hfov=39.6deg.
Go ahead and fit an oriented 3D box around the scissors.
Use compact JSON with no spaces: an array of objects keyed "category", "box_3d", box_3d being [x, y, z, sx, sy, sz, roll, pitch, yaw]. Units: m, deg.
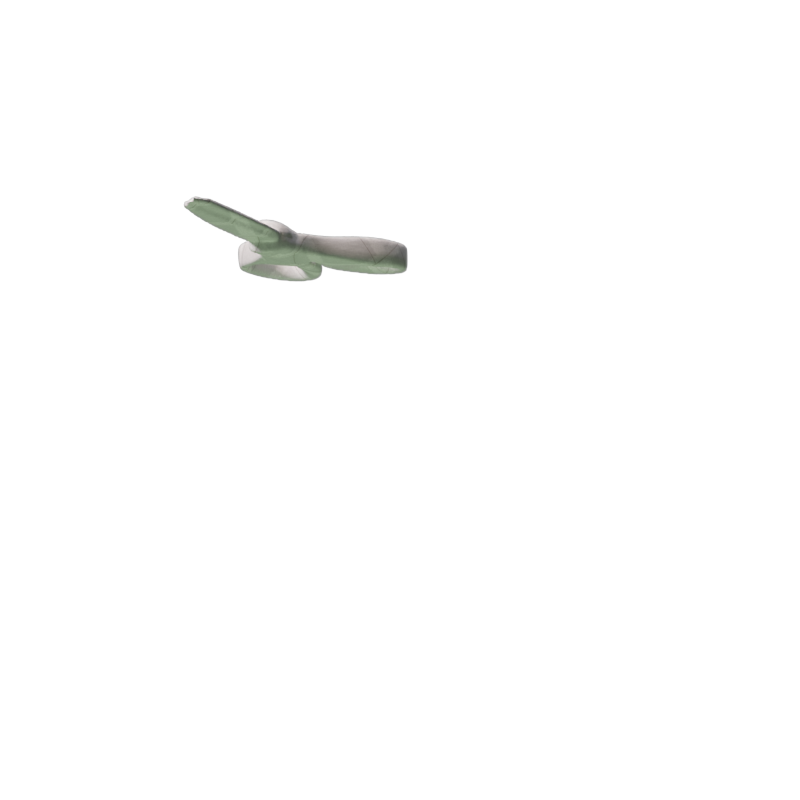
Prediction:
[{"category":"scissors","box_3d":[-0.040,-0.073,0.510,0.096,0.016,0.200,0,0,-4]}]
